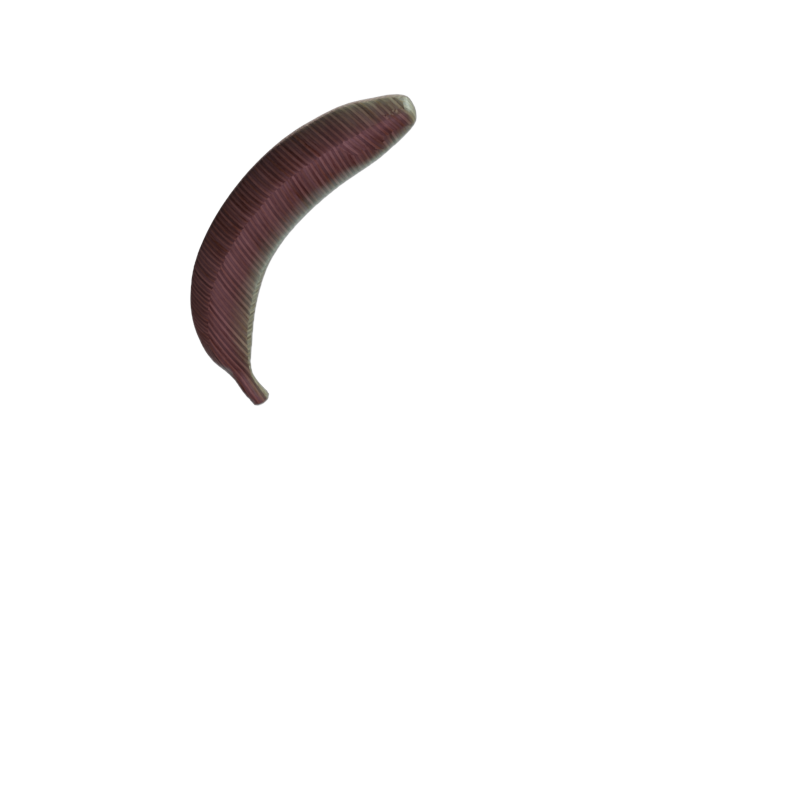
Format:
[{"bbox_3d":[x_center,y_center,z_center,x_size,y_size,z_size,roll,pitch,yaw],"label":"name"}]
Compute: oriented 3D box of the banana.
[{"bbox_3d":[-0.064,-0.087,0.583,0.068,0.191,0.039,23,30,-15],"label":"banana"}]
